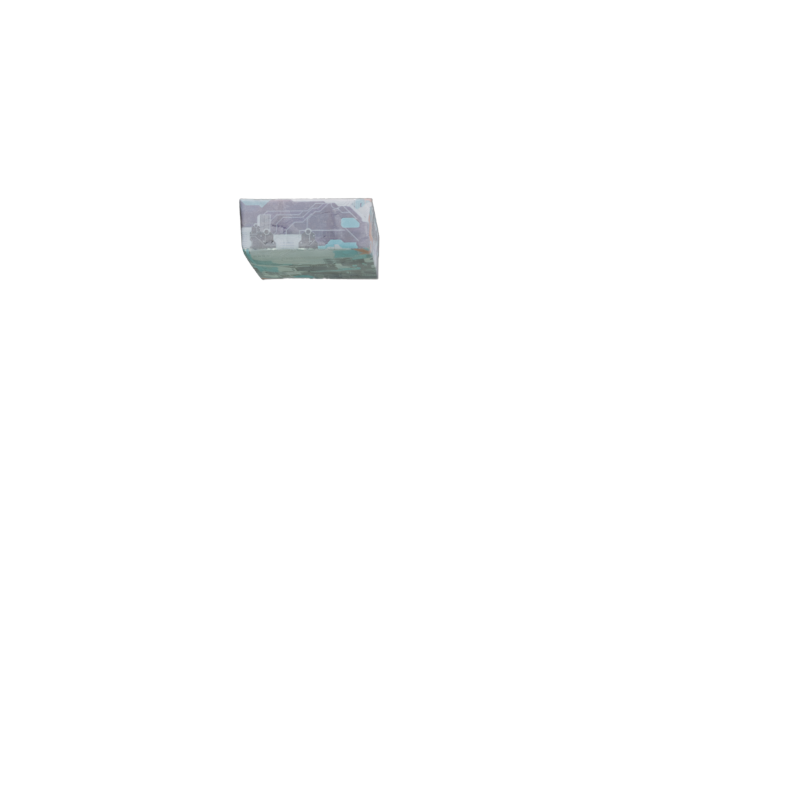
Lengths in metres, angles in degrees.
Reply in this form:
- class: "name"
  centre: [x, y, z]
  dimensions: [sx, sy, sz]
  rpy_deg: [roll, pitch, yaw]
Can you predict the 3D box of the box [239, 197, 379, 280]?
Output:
- class: "box"
  centre: [-0.061, -0.111, 0.778]
  dimensions: [0.090, 0.040, 0.111]
  rpy_deg: [0, -4, 3]
